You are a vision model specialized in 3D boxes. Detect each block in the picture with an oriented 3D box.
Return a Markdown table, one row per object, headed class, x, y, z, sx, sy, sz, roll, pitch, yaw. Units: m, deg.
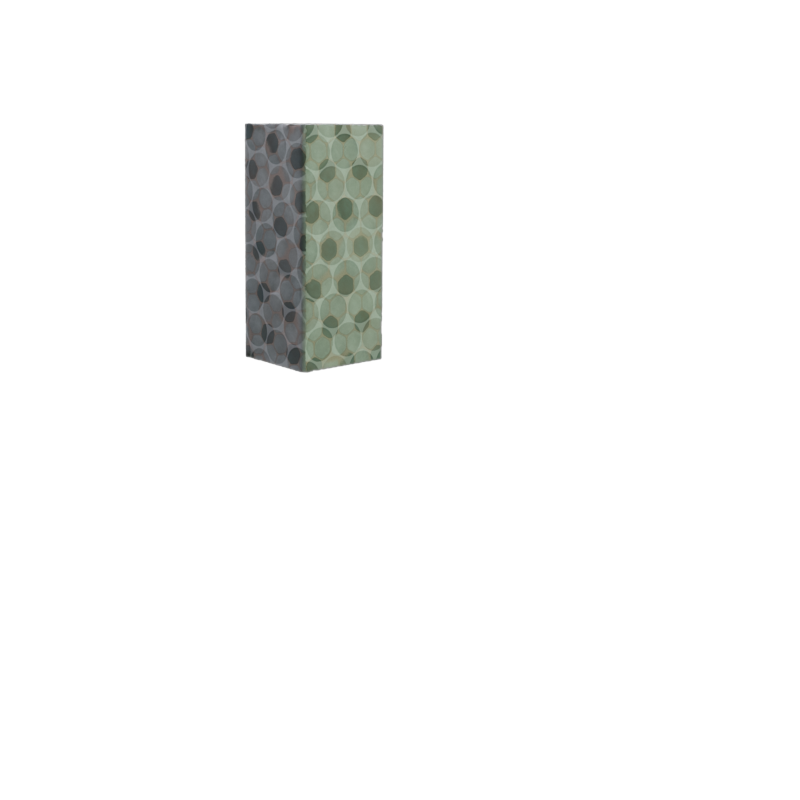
| class | x | y | z | sx | sy | sz | roll | pitch | yaw |
| --- | --- | --- | --- | --- | --- | --- | --- | --- | --- |
| block | -0.076 | -0.139 | 0.971 | 0.088 | 0.203 | 0.095 | -6 | 10 | -41 |
